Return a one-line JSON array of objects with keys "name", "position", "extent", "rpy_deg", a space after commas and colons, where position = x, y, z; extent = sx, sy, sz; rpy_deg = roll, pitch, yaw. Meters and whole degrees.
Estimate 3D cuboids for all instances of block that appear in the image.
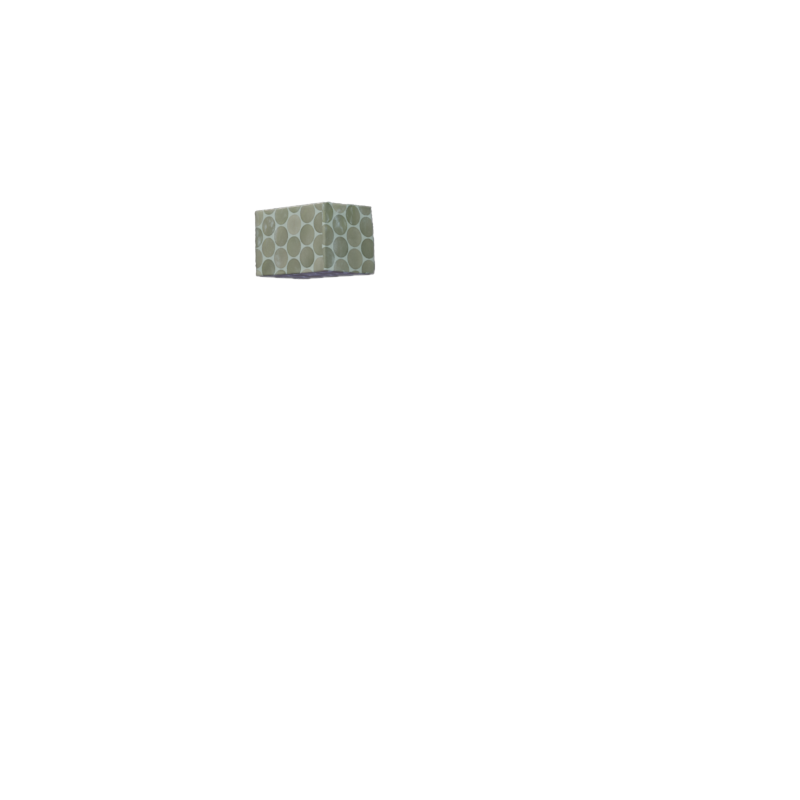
[{"name": "block", "position": [-0.064, -0.118, 0.824], "extent": [0.081, 0.052, 0.050], "rpy_deg": [0, 0, 43]}]
